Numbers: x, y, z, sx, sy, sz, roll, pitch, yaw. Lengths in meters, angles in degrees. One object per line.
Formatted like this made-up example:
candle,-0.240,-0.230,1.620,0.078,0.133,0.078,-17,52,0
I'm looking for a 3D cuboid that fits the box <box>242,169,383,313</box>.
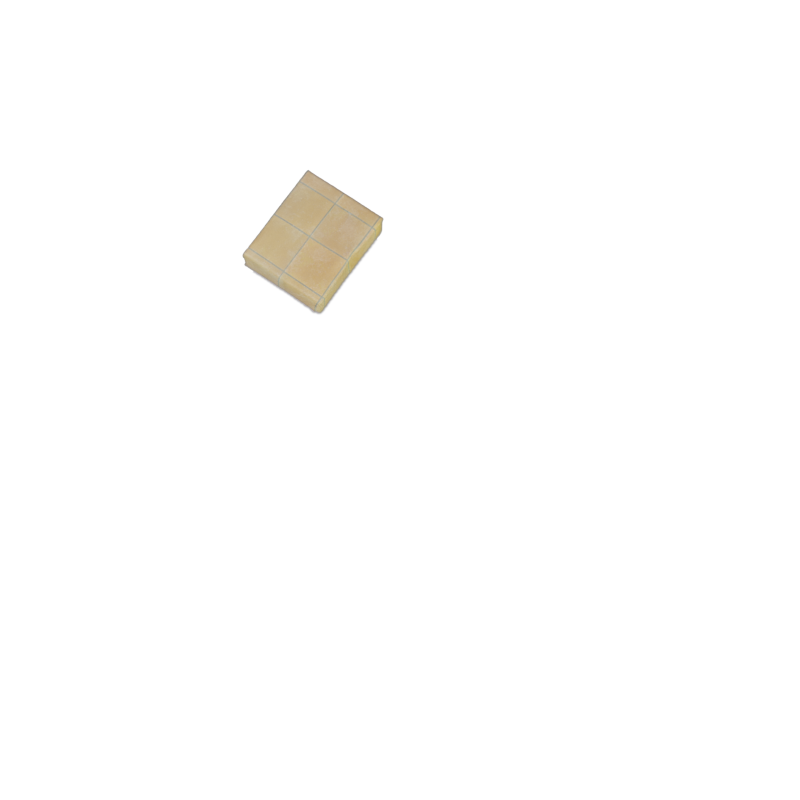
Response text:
box,-0.067,-0.122,0.857,0.075,0.091,0.029,33,-18,11
